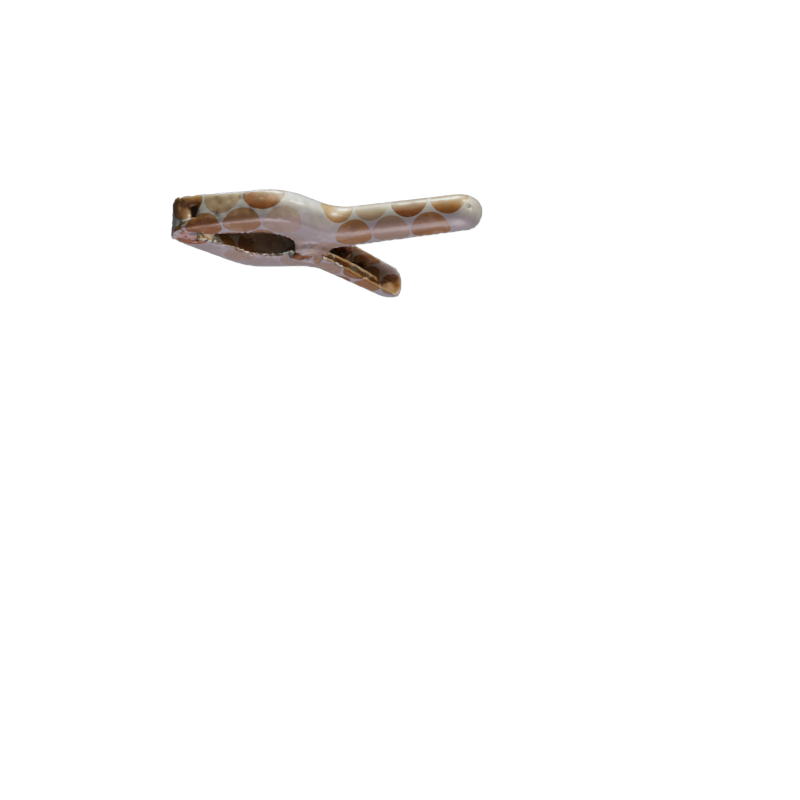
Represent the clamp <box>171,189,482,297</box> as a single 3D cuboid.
[{"bbox_3d":[-0.064,-0.117,0.816,0.207,0.038,0.160,3,-17,-11],"label":"clamp"}]
